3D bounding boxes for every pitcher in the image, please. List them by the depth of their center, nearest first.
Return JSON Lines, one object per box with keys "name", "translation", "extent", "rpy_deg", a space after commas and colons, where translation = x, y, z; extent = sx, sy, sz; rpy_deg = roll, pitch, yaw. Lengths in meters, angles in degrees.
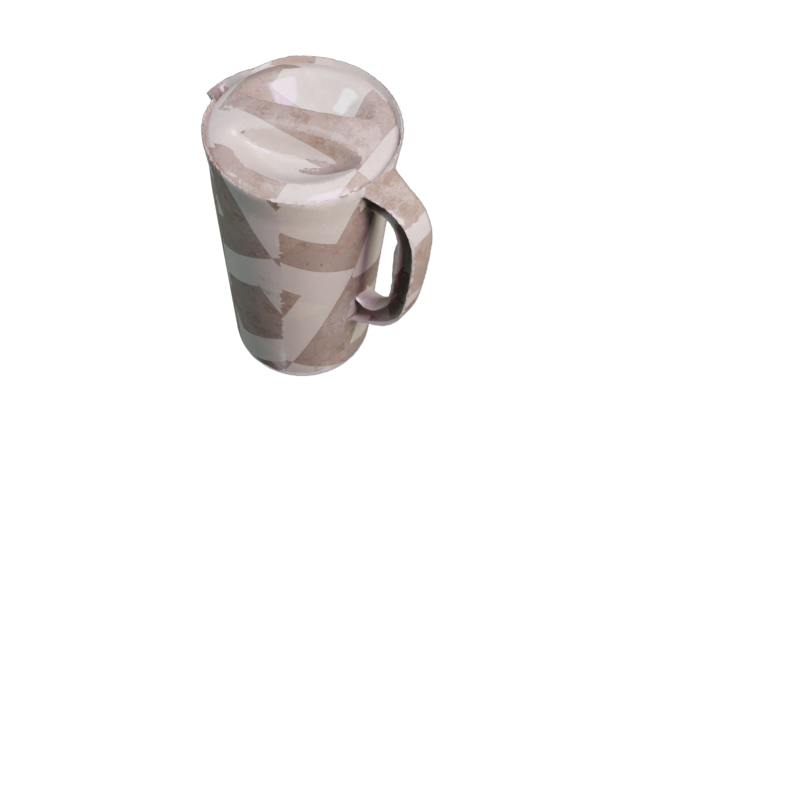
{"name": "pitcher", "translation": [-0.063, -0.115, 0.809], "extent": [0.144, 0.160, 0.227], "rpy_deg": [-4, -33, -6]}
